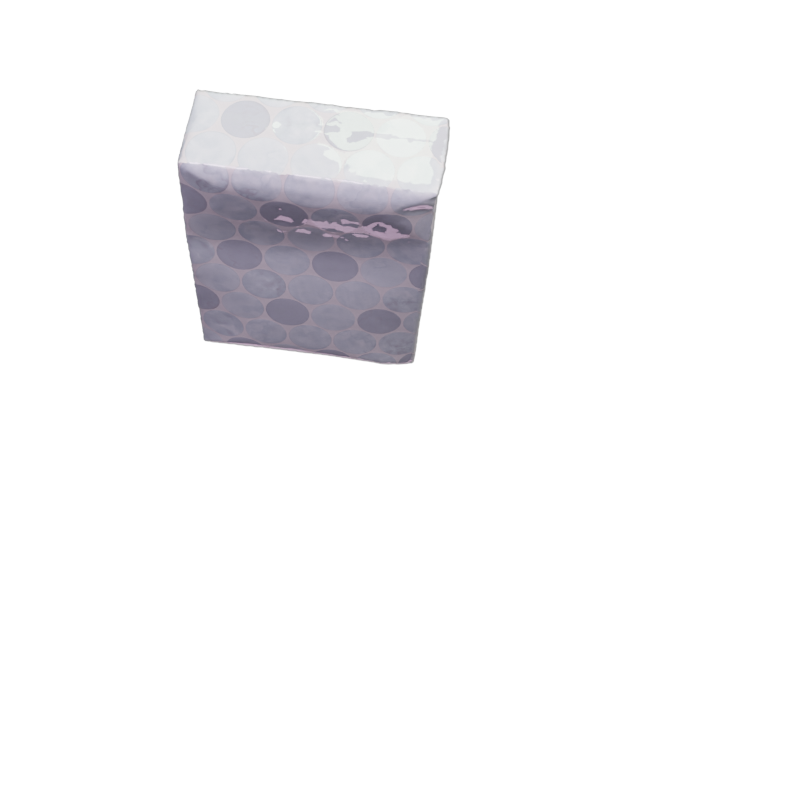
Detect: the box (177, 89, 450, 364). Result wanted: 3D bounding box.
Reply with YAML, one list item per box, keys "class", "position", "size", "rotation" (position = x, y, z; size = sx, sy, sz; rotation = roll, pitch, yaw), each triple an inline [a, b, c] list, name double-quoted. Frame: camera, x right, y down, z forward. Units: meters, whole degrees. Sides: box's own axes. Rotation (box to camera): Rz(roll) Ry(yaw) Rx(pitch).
- class: "box"
  position: [-0.060, -0.109, 0.765]
  size: [0.165, 0.076, 0.201]
  rotation: [8, -30, 2]
